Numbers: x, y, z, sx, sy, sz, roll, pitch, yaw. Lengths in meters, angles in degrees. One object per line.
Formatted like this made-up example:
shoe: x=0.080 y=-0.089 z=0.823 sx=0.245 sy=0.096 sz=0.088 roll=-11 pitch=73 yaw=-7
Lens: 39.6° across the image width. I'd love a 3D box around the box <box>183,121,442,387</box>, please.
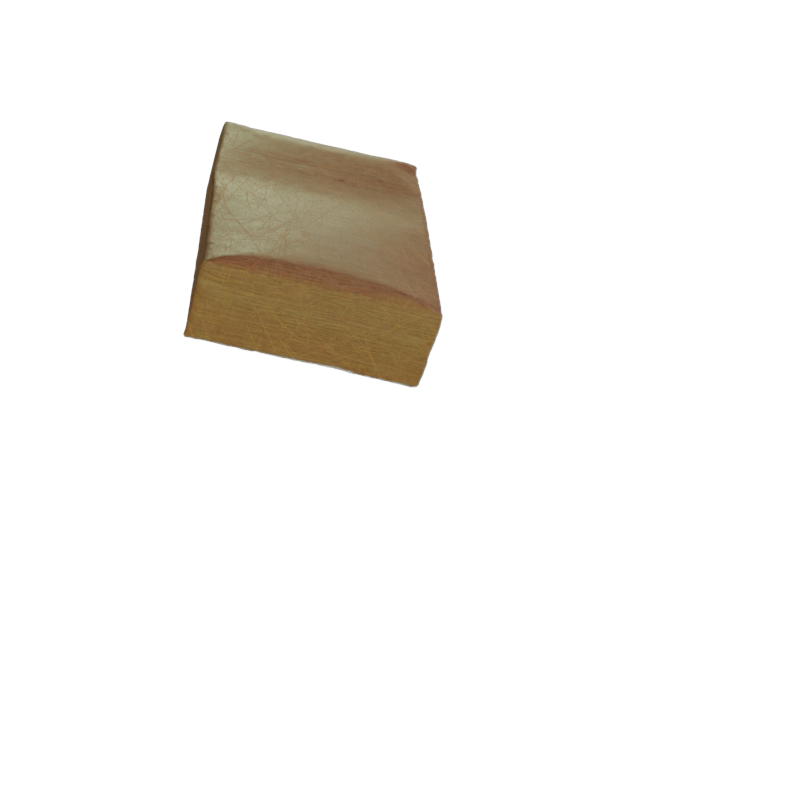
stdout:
box: x=-0.063 y=-0.115 z=0.807 sx=0.161 sy=0.068 sz=0.229 roll=11 pitch=35 yaw=-11
